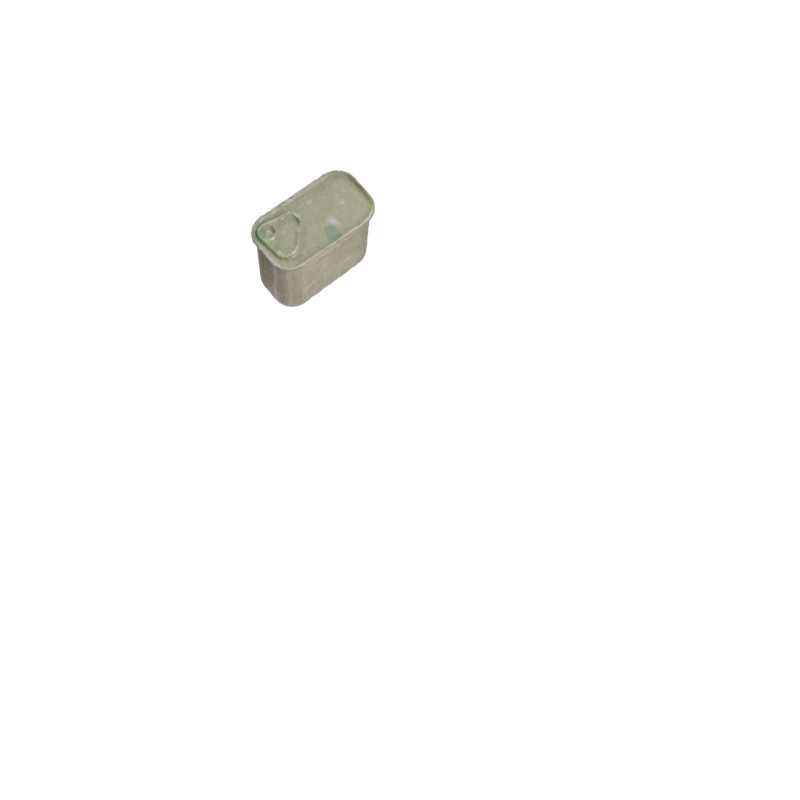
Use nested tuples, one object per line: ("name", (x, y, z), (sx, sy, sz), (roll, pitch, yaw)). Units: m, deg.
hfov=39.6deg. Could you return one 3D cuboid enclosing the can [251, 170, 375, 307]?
("can", (-0.073, -0.133, 0.935), (0.102, 0.060, 0.080), (-37, -15, -15))
